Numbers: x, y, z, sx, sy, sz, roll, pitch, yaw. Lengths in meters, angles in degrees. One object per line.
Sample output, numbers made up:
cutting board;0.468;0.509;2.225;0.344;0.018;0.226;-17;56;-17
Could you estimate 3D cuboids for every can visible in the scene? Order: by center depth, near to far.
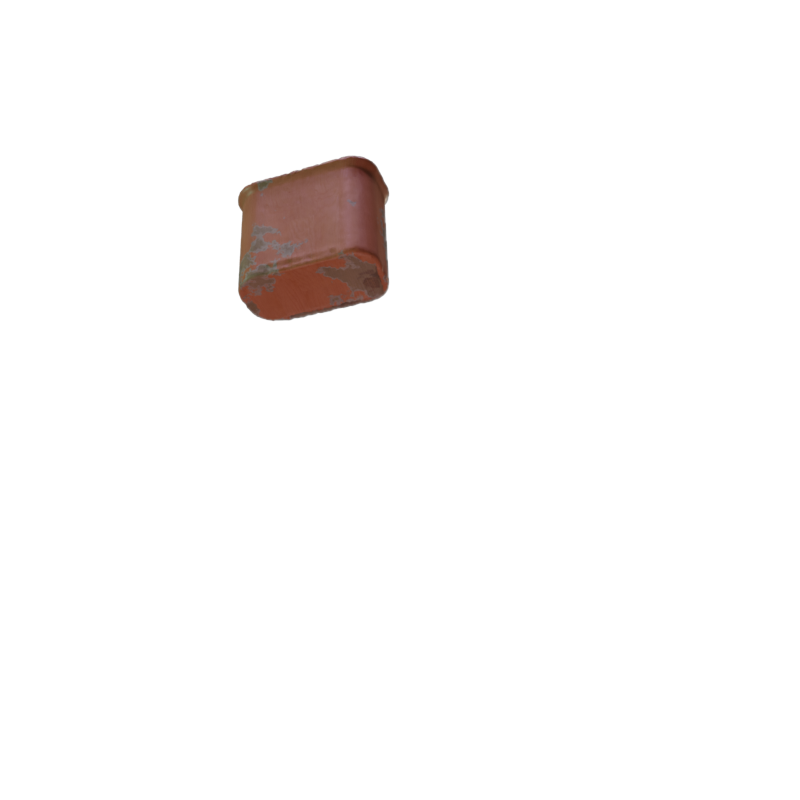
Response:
can;-0.058;-0.105;0.738;0.103;0.090;0.053;-13;-39;15
